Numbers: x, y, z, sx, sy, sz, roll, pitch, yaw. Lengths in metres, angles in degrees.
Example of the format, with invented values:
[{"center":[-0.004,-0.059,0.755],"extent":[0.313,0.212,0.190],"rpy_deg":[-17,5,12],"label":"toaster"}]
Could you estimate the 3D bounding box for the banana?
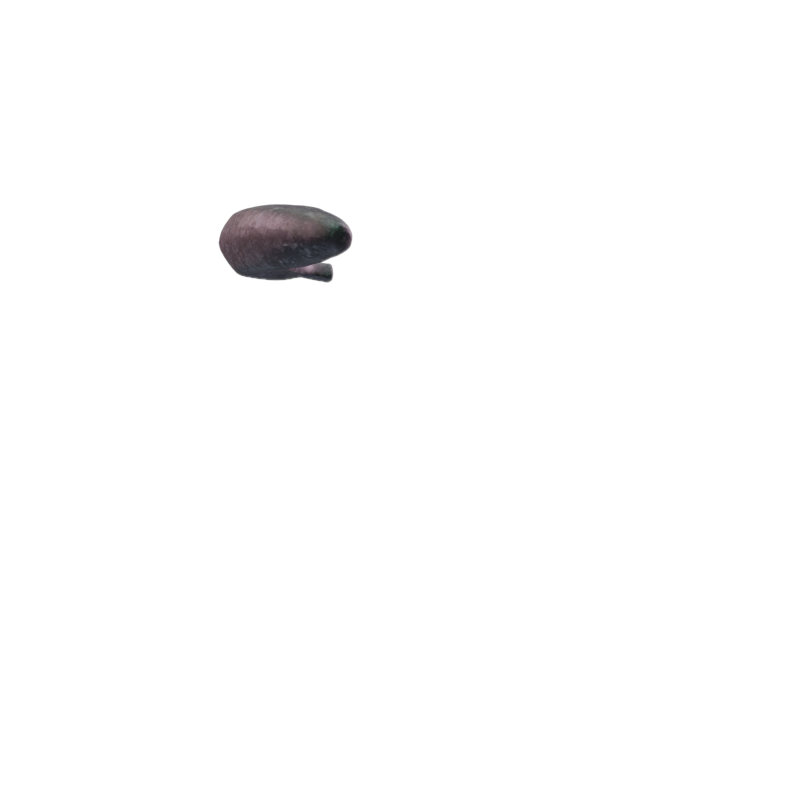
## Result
[{"center":[-0.067,-0.088,0.617],"extent":[0.069,0.037,0.198],"rpy_deg":[0,3,-5],"label":"banana"}]
